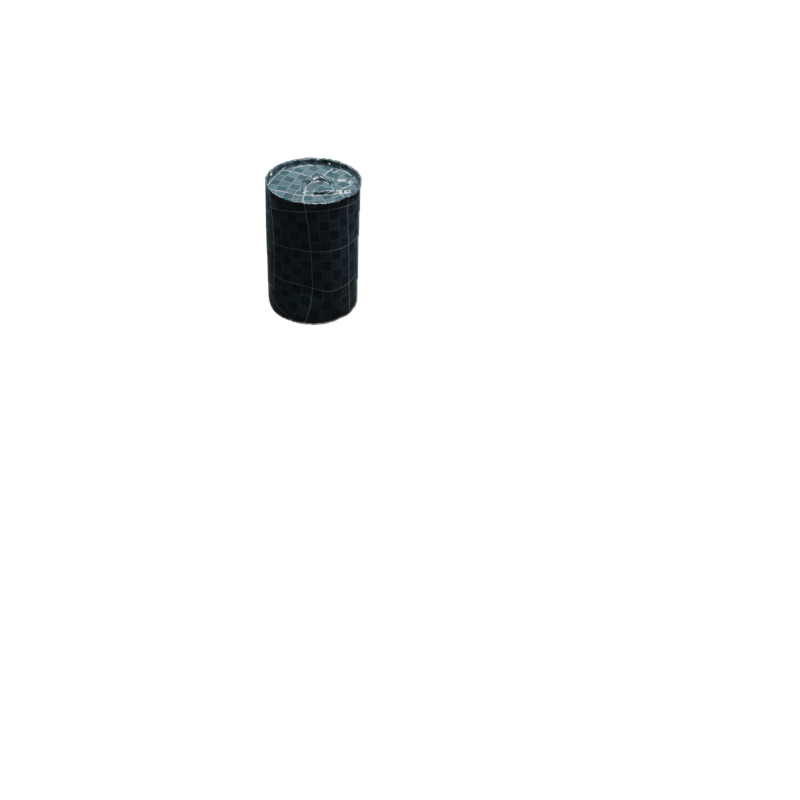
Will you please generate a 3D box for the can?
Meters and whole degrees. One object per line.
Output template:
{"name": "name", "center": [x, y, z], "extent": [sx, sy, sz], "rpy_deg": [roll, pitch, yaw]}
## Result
{"name": "can", "center": [-0.062, -0.114, 0.797], "extent": [0.068, 0.096, 0.073], "rpy_deg": [0, 34, -3]}
